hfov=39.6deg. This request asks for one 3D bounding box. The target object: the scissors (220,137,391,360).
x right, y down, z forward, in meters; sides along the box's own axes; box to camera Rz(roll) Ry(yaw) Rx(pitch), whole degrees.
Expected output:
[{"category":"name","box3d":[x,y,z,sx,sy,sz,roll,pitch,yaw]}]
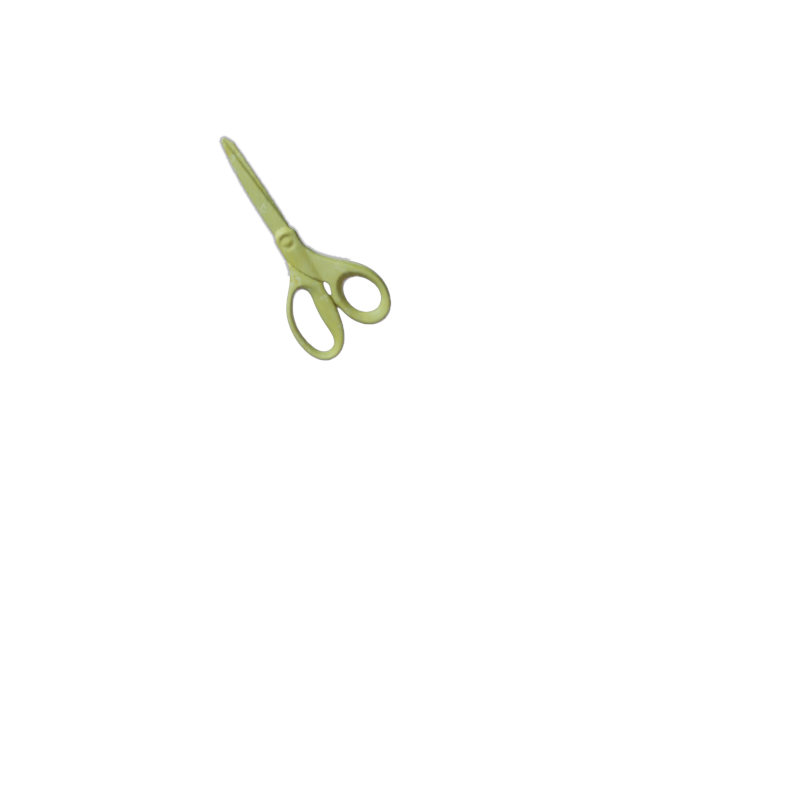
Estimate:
[{"category":"scissors","box3d":[-0.070,-0.128,0.895,0.096,0.194,0.016,-15,16,4]}]
